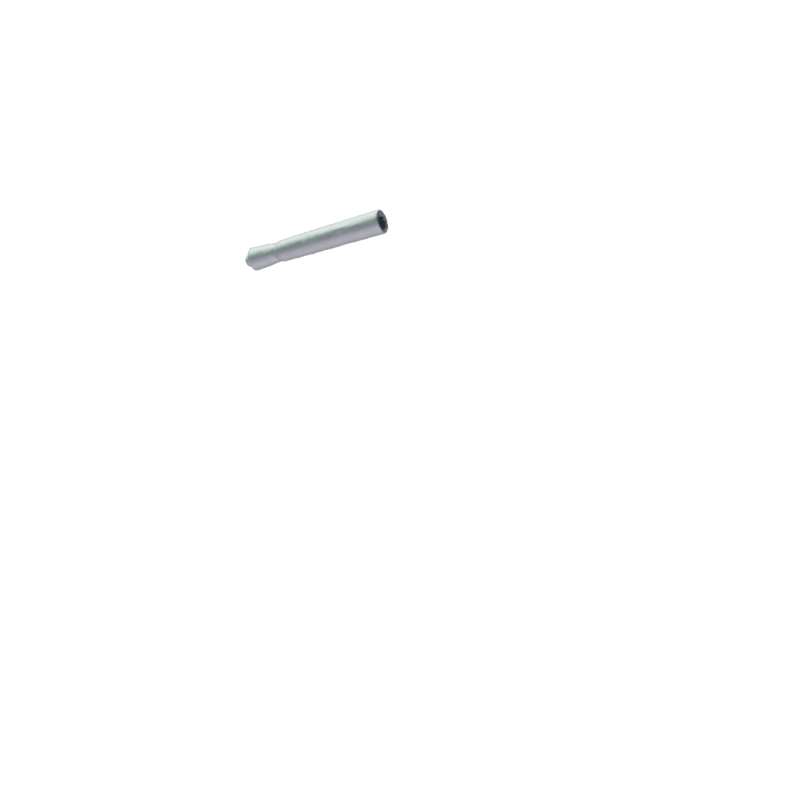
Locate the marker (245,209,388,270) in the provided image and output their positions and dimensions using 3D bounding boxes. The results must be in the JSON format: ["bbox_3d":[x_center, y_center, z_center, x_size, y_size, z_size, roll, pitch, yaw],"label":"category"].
[{"bbox_3d":[-0.067,-0.121,0.850,0.123,0.020,0.019,-12,-2,27],"label":"marker"}]
